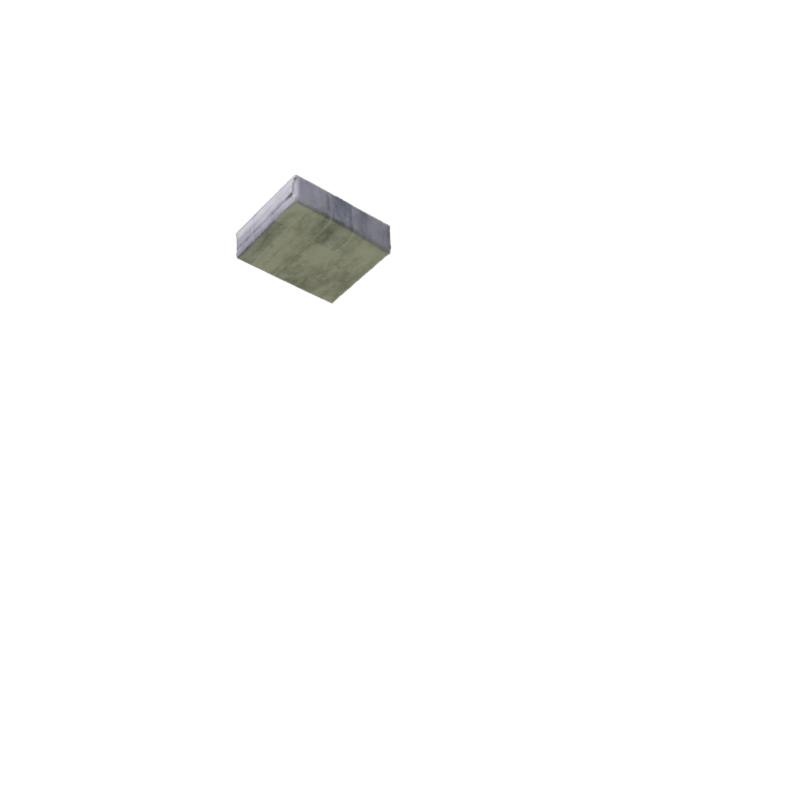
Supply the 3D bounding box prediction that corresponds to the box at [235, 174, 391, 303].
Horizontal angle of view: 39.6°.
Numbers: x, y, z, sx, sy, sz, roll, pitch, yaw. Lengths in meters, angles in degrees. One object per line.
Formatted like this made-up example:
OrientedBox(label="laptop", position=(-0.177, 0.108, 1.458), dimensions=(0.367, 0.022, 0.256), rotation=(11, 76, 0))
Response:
OrientedBox(label="box", position=(-0.078, -0.142, 0.997), dimensions=(0.107, 0.042, 0.088), rotation=(27, -48, -29))
